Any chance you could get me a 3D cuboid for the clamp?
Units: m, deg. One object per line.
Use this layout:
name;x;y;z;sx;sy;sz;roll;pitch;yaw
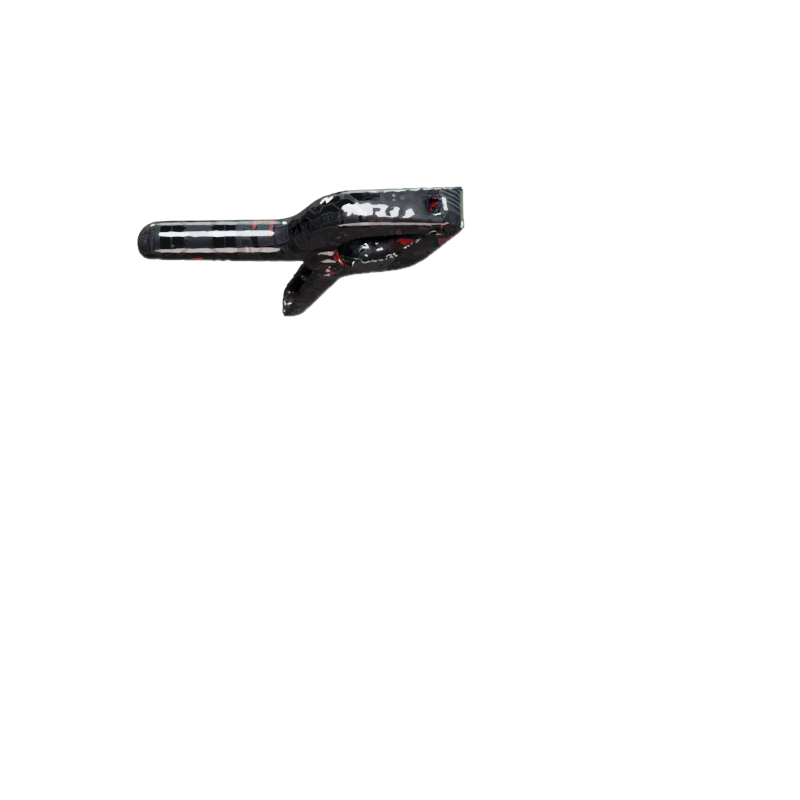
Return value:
clamp;-0.057;-0.104;0.728;0.213;0.038;0.155;-13;-19;40
